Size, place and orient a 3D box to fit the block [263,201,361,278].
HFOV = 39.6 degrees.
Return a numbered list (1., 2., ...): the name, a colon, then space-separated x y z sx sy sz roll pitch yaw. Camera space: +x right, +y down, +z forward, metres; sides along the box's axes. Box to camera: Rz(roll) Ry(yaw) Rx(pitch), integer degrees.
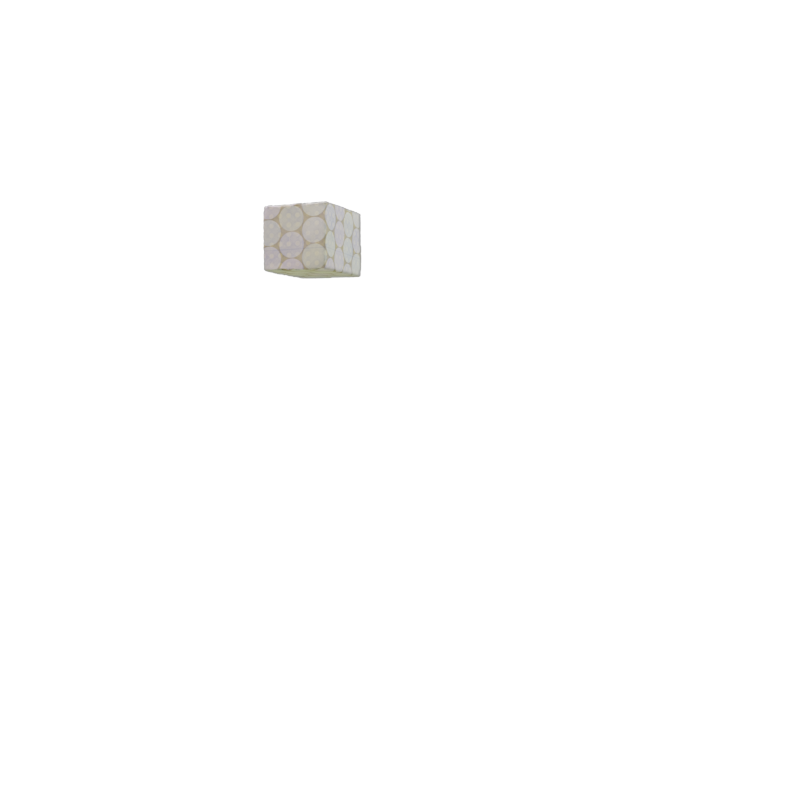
1. block: -0.067 -0.123 0.862 0.054 0.052 0.075 -1 -1 19
